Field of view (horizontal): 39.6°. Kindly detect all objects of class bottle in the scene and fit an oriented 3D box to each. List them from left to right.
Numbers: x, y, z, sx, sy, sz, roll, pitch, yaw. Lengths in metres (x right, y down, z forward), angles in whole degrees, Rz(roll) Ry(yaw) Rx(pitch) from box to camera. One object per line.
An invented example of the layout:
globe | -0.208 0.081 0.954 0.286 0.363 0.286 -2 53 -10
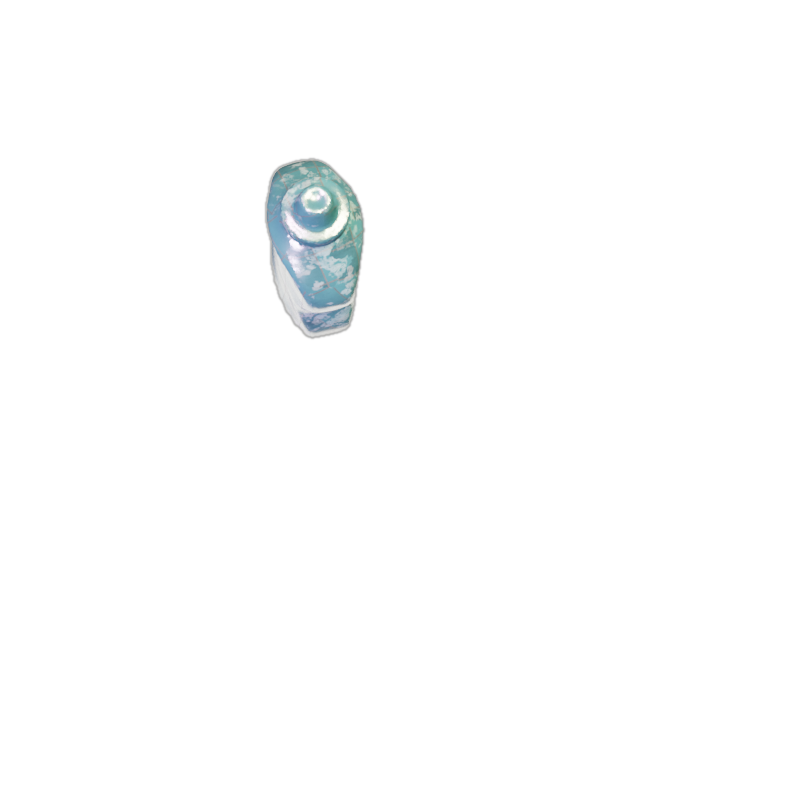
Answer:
bottle | -0.056 -0.102 0.715 0.058 0.099 0.187 -12 -7 -5
